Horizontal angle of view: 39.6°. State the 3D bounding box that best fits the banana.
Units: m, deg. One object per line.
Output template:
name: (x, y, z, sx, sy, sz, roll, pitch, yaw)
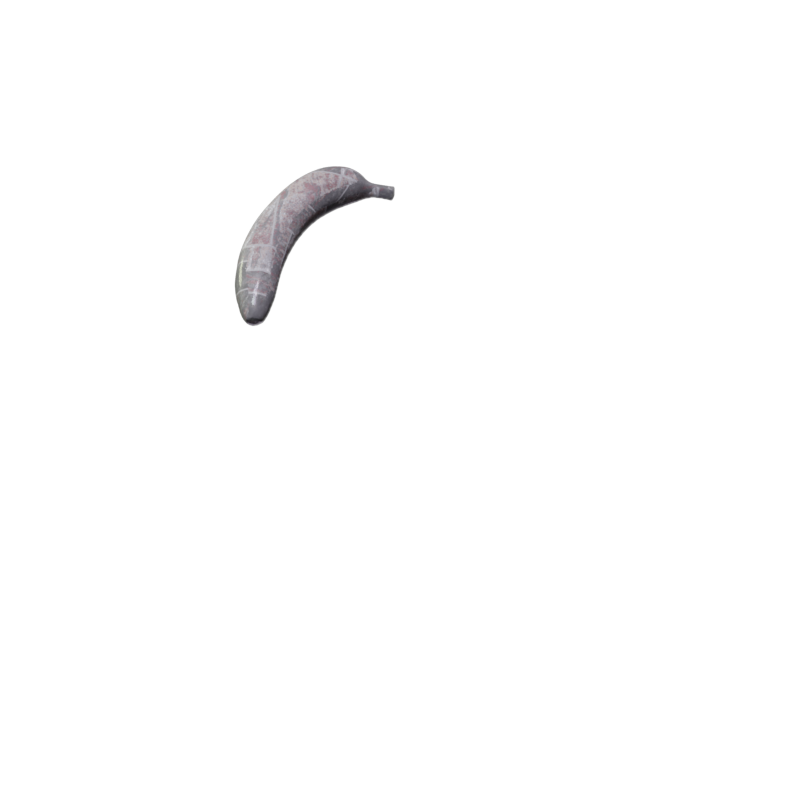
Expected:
banana: (-0.083, -0.139, 0.901, 0.073, 0.034, 0.202, 26, 53, 21)
